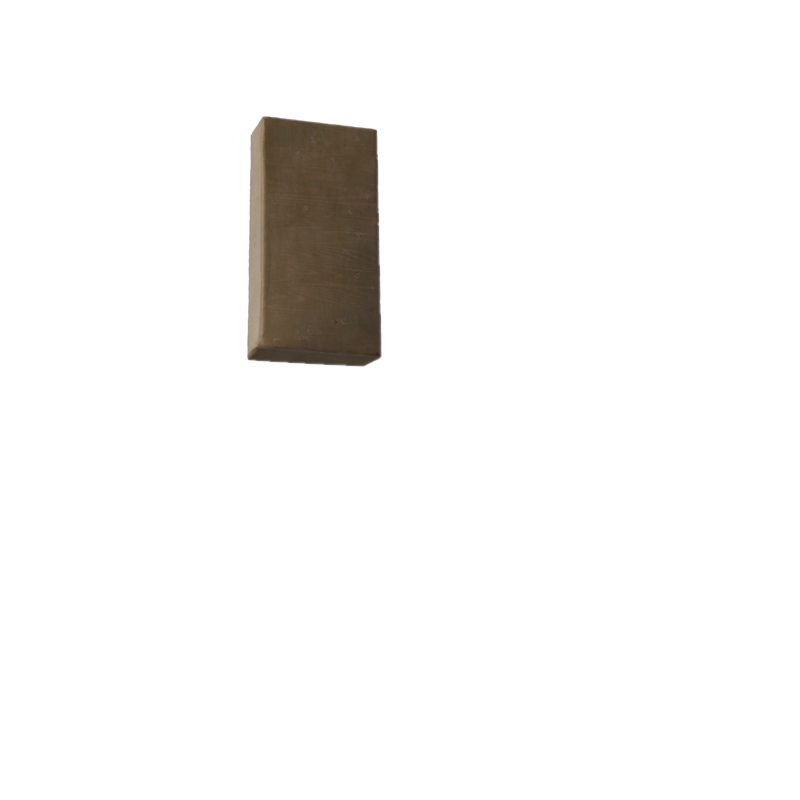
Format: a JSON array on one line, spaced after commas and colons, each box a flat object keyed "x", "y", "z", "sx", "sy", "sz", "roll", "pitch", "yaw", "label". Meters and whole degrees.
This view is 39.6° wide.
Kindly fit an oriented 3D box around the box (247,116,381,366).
[{"x": -0.064, "y": -0.117, "z": 0.818, "sx": 0.091, "sy": 0.184, "sz": 0.047, "roll": 4, "pitch": -18, "yaw": -17, "label": "box"}]
